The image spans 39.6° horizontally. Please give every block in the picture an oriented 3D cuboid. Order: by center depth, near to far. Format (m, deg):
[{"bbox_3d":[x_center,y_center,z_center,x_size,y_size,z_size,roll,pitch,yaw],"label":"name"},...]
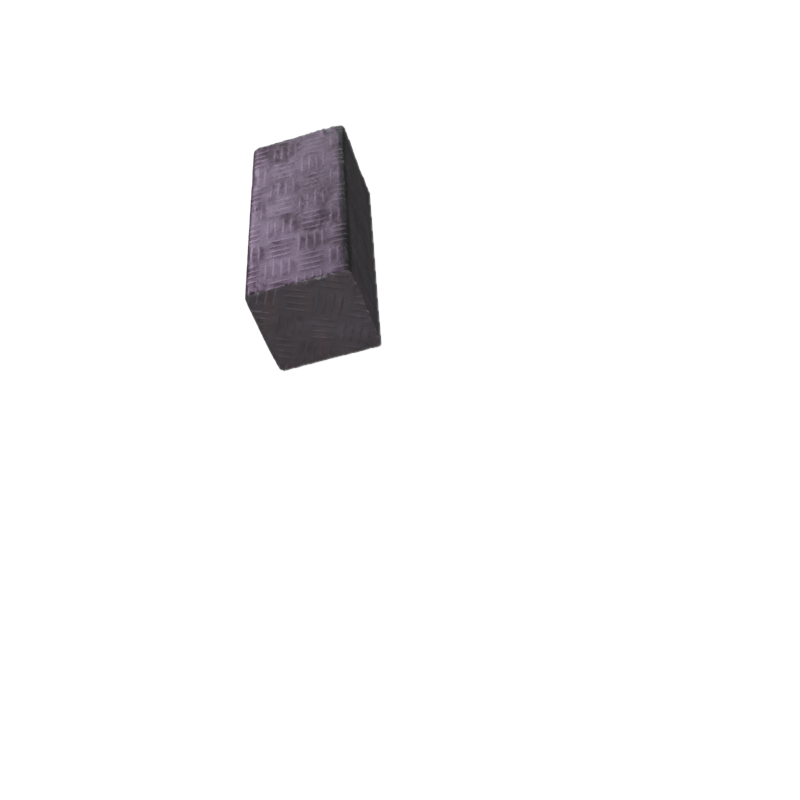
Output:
[{"bbox_3d":[-0.076,-0.138,0.963,0.091,0.083,0.221,-15,42,10],"label":"block"}]
